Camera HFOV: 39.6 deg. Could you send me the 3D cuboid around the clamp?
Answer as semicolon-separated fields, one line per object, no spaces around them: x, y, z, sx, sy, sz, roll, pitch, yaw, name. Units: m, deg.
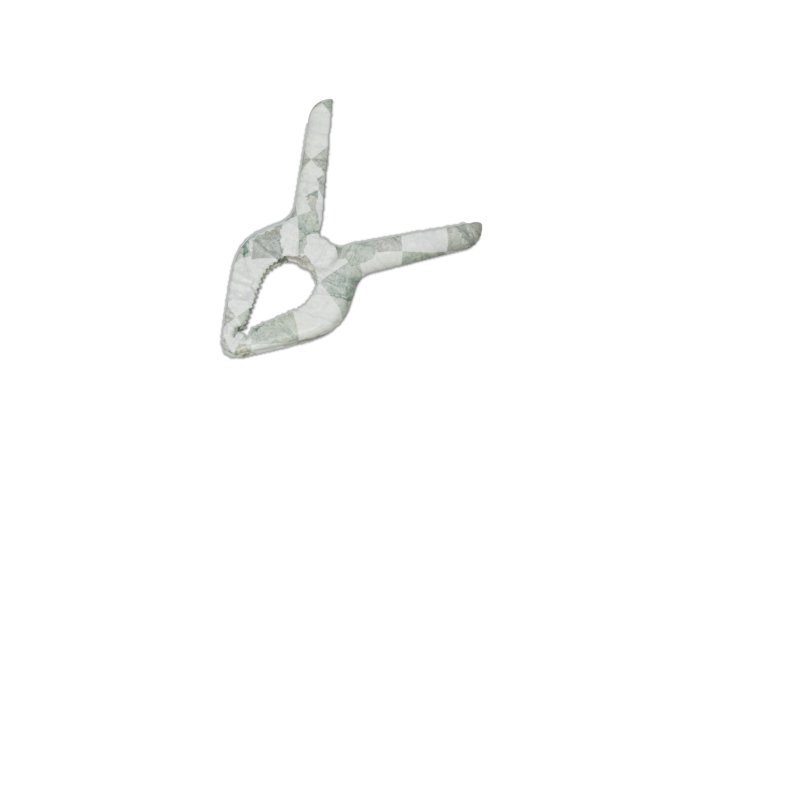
-0.066;-0.120;0.840;0.211;0.170;0.035;-41;-12;-11;clamp
